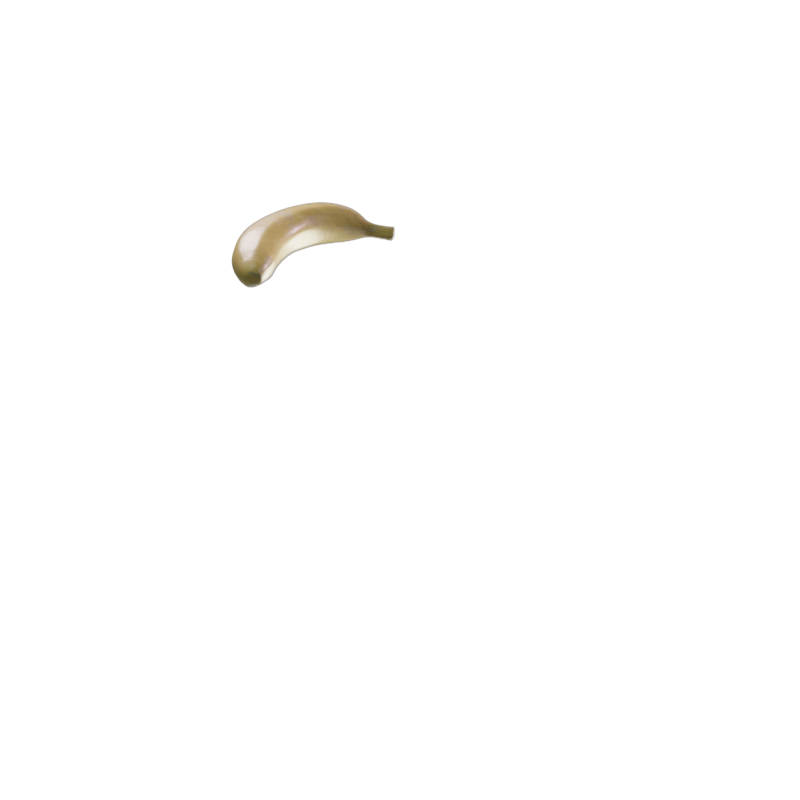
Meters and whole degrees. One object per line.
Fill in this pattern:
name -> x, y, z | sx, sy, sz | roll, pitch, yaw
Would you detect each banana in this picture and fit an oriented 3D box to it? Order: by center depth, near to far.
banana -> -0.081, -0.129, 0.875 | 0.073, 0.035, 0.197 | 13, 25, 29
